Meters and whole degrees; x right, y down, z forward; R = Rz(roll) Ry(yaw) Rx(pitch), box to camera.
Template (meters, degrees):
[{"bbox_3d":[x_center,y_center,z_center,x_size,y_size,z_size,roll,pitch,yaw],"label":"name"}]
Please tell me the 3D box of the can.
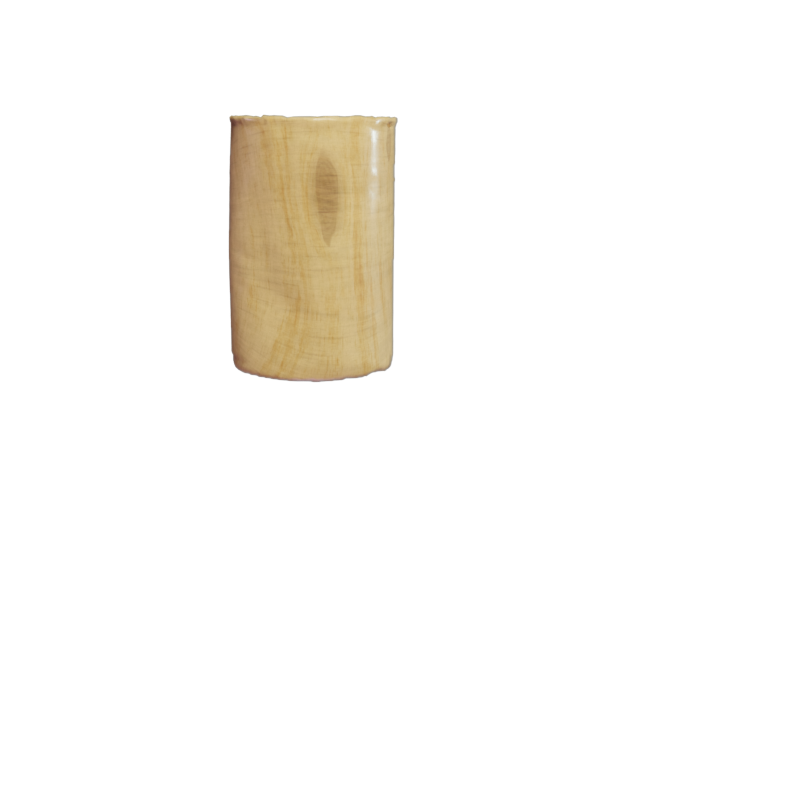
[{"bbox_3d":[-0.035,-0.064,0.451,0.068,0.101,0.070,0,8,-2],"label":"can"}]
